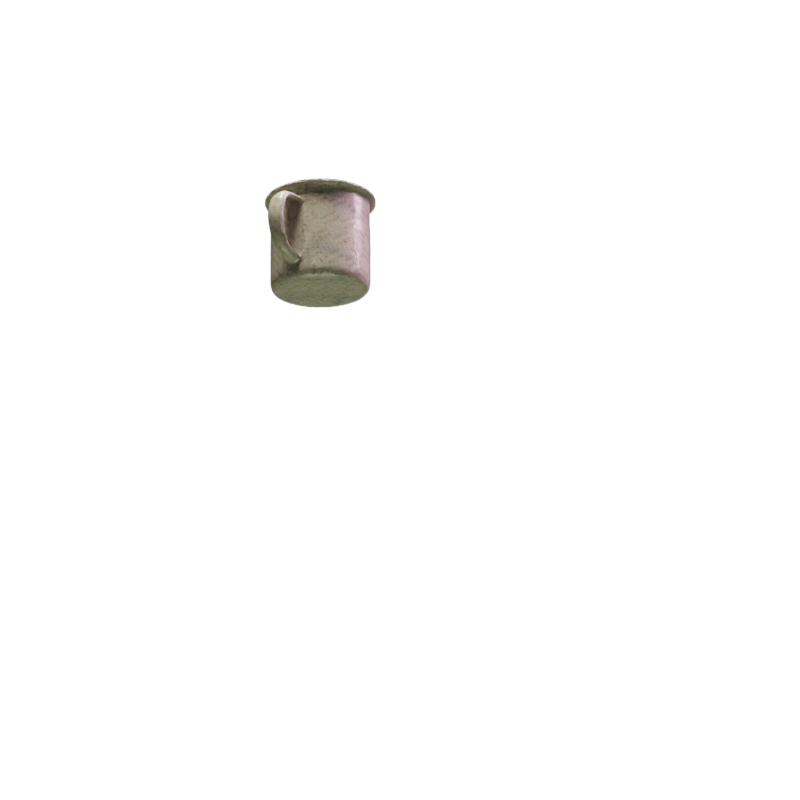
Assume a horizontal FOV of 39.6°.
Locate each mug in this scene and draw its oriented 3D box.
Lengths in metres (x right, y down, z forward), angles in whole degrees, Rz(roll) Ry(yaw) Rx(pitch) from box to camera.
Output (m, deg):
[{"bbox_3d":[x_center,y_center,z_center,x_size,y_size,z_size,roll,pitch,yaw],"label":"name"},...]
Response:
[{"bbox_3d":[-0.071,-0.129,0.905,0.095,0.085,0.109,-10,-20,25],"label":"mug"}]
